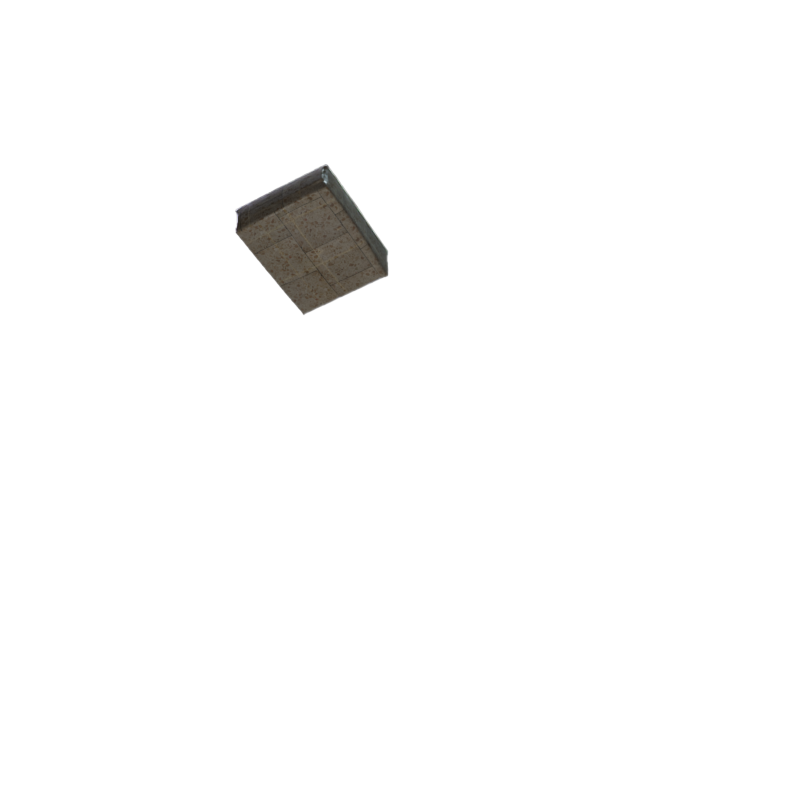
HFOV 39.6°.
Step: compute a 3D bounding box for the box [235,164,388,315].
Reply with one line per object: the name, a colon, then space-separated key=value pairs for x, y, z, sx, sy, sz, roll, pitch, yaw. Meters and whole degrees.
box: x=-0.073 y=-0.134 z=0.939 sx=0.090 sy=0.105 sz=0.042 roll=-23 pitch=37 yaw=18
